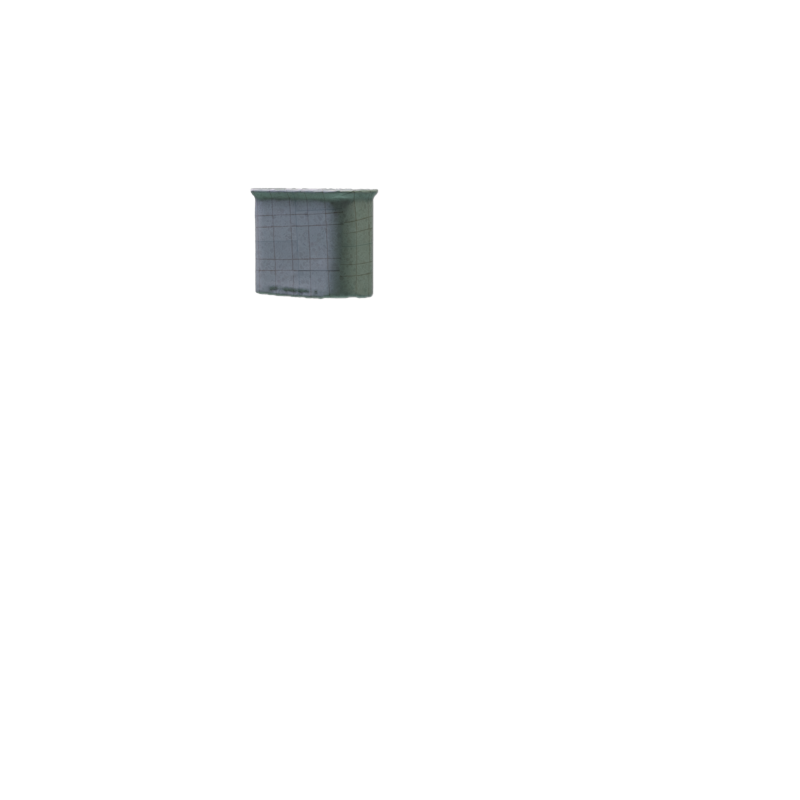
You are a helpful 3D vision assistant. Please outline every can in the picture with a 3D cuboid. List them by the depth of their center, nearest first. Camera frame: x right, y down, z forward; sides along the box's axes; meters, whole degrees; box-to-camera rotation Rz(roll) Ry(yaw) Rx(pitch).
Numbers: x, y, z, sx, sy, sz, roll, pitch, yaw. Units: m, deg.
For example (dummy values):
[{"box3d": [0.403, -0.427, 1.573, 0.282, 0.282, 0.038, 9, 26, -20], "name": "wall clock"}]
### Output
[{"box3d": [-0.068, -0.124, 0.870, 0.106, 0.083, 0.056, 6, 8, 36], "name": "can"}]
